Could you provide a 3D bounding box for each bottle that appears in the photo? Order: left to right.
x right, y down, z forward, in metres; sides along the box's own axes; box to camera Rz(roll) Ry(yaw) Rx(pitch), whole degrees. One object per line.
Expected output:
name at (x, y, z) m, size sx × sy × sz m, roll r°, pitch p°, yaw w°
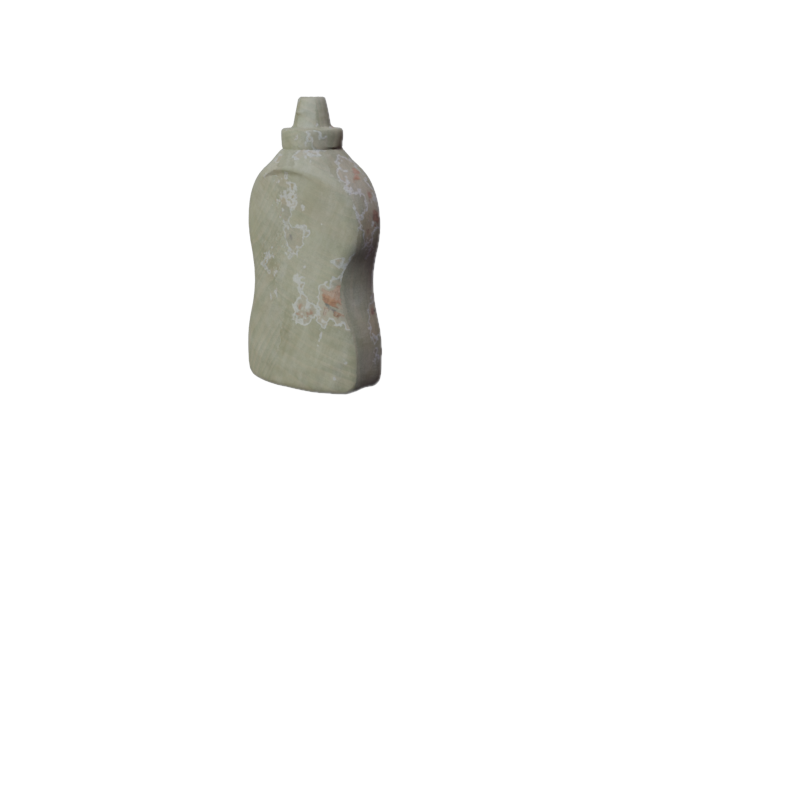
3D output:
bottle at (-0.058, -0.105, 0.739) m, size 0.101 × 0.188 × 0.057 m, roll 8°, pitch 11°, yaw 39°
